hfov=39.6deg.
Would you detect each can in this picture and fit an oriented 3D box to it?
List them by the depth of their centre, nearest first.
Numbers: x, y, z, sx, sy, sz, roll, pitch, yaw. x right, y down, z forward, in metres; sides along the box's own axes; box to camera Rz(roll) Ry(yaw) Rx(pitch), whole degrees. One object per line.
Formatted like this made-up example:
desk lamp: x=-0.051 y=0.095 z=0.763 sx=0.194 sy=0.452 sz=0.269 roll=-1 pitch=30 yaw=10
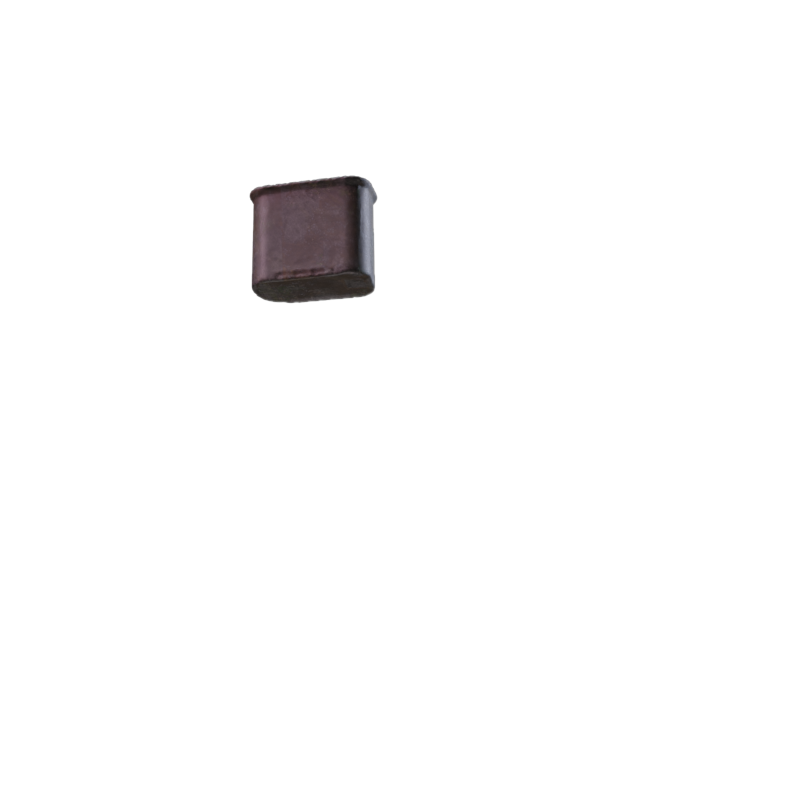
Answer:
can: x=-0.070 y=-0.127 z=0.891 sx=0.103 sy=0.088 sz=0.054 roll=-5 pitch=-22 yaw=12
